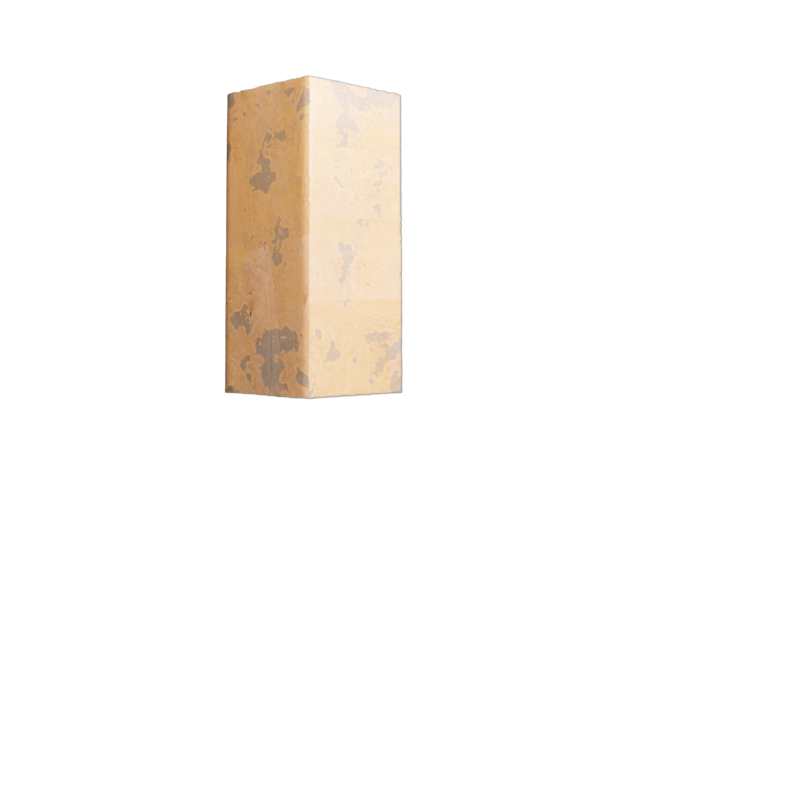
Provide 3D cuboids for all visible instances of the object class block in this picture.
[{"bbox_3d":[-0.060,-0.109,0.762,0.093,0.208,0.087,-3,-4,45],"label":"block"}]
